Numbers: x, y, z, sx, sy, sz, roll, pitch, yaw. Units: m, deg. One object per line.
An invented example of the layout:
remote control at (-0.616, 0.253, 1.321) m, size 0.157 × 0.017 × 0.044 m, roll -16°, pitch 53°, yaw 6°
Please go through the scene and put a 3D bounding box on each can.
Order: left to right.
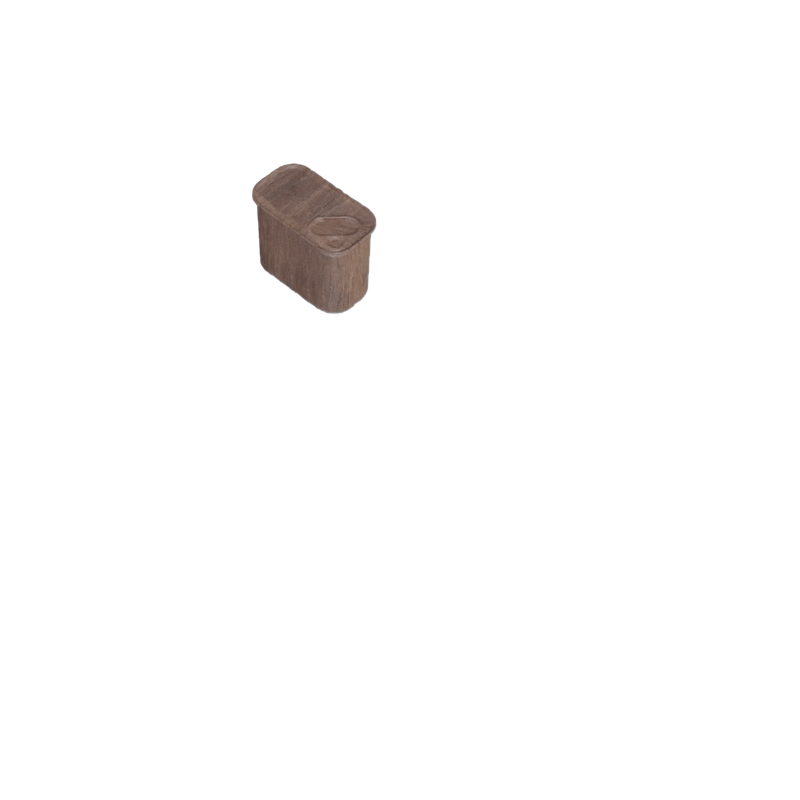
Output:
can at (-0.070, -0.128, 0.895) m, size 0.108 × 0.078 × 0.058 m, roll 37°, pitch 60°, yaw 24°
